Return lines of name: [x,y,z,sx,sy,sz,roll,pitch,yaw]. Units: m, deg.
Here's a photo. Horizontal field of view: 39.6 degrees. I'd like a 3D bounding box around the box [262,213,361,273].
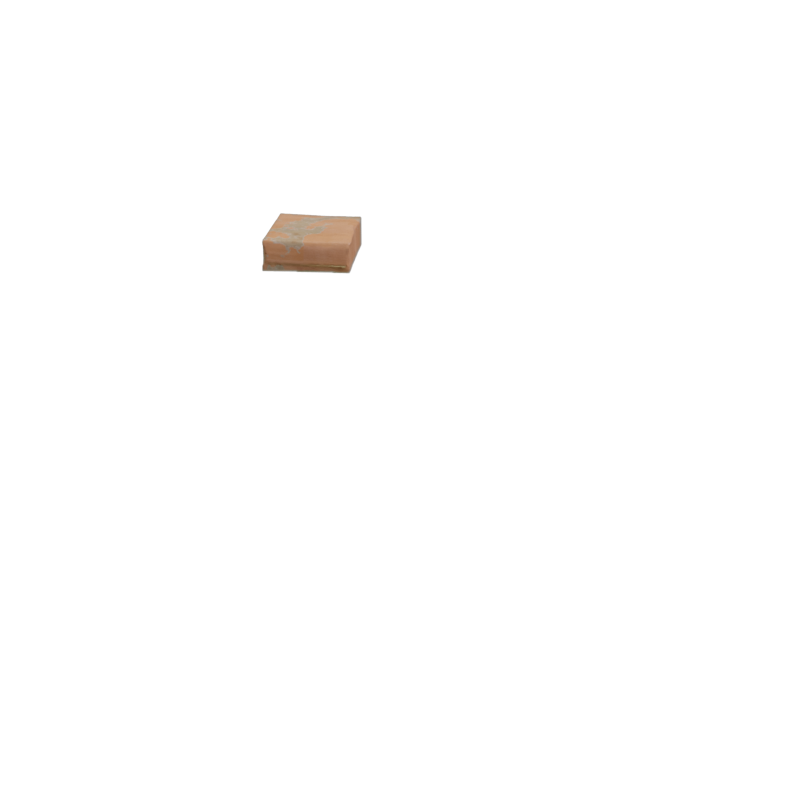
box: [-0.073,-0.133,0.934,0.074,0.029,0.092,3,22,6]
